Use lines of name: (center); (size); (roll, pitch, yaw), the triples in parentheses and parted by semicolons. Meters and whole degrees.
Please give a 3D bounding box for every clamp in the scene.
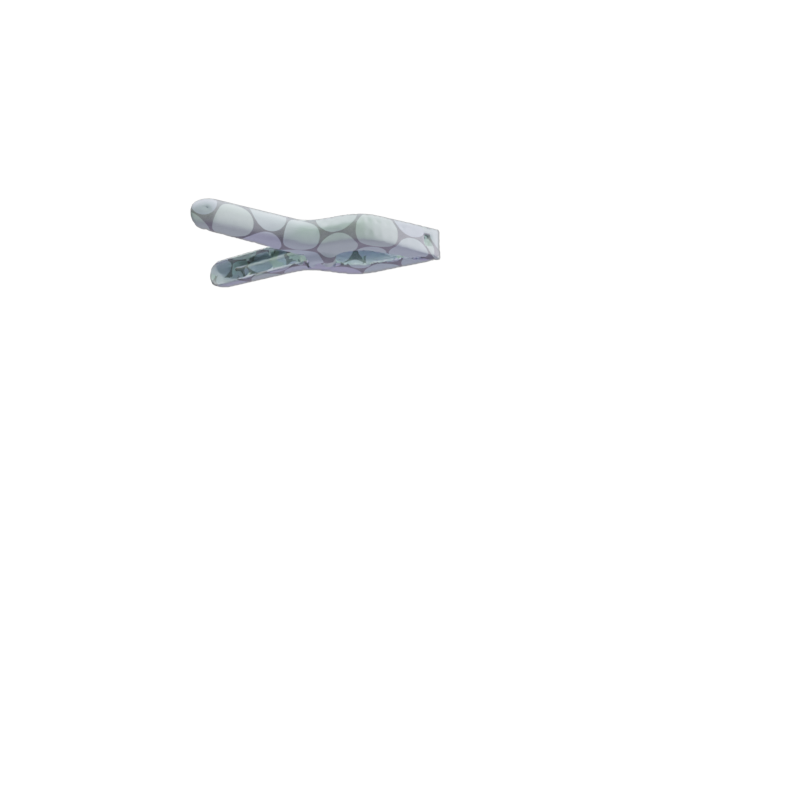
clamp: (-0.073, -0.133, 0.930); (0.212, 0.038, 0.157); (-1, -13, 6)
